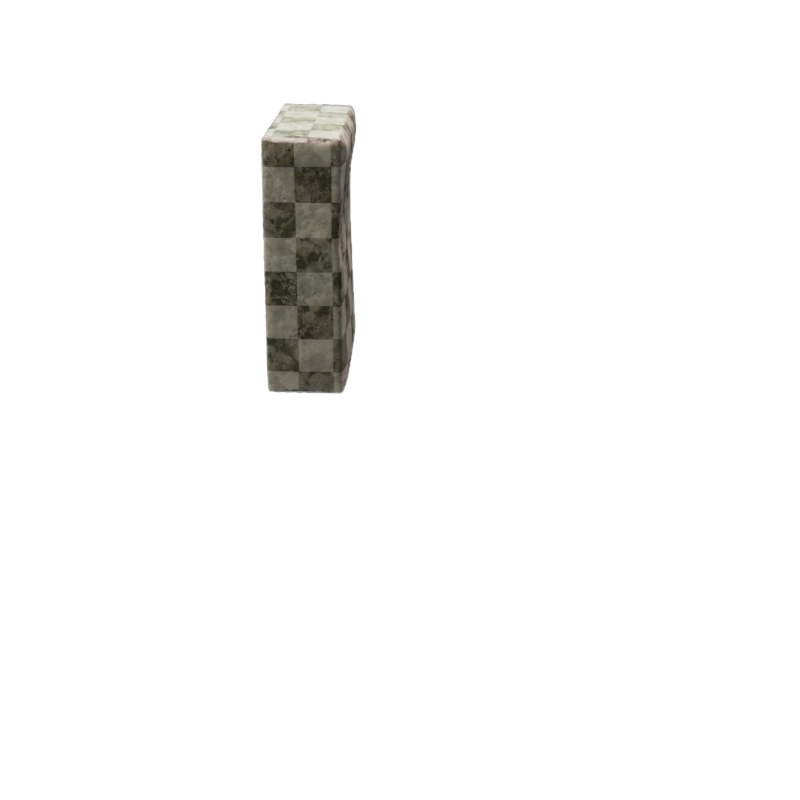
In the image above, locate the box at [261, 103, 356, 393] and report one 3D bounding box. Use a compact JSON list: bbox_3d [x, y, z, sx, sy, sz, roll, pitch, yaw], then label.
[{"bbox_3d":[-0.074,-0.136,0.950,0.072,0.205,0.171,1,20,0],"label":"box"}]
